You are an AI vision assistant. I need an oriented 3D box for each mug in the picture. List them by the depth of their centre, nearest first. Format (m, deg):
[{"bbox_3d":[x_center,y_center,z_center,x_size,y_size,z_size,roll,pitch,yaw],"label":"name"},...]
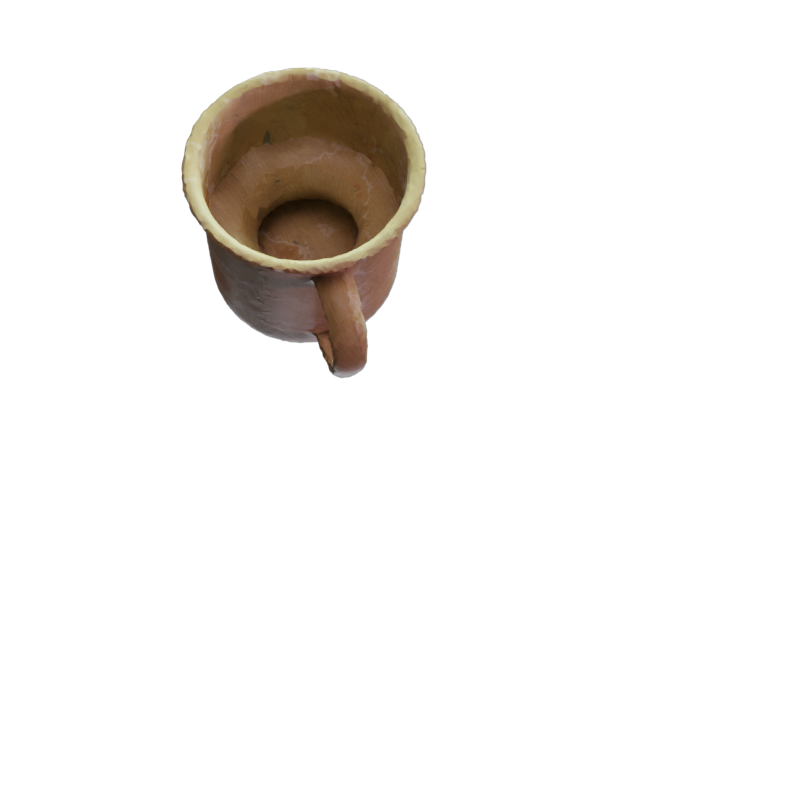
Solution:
[{"bbox_3d":[-0.035,-0.064,0.449,0.093,0.125,0.077,-16,-25,-9],"label":"mug"}]
